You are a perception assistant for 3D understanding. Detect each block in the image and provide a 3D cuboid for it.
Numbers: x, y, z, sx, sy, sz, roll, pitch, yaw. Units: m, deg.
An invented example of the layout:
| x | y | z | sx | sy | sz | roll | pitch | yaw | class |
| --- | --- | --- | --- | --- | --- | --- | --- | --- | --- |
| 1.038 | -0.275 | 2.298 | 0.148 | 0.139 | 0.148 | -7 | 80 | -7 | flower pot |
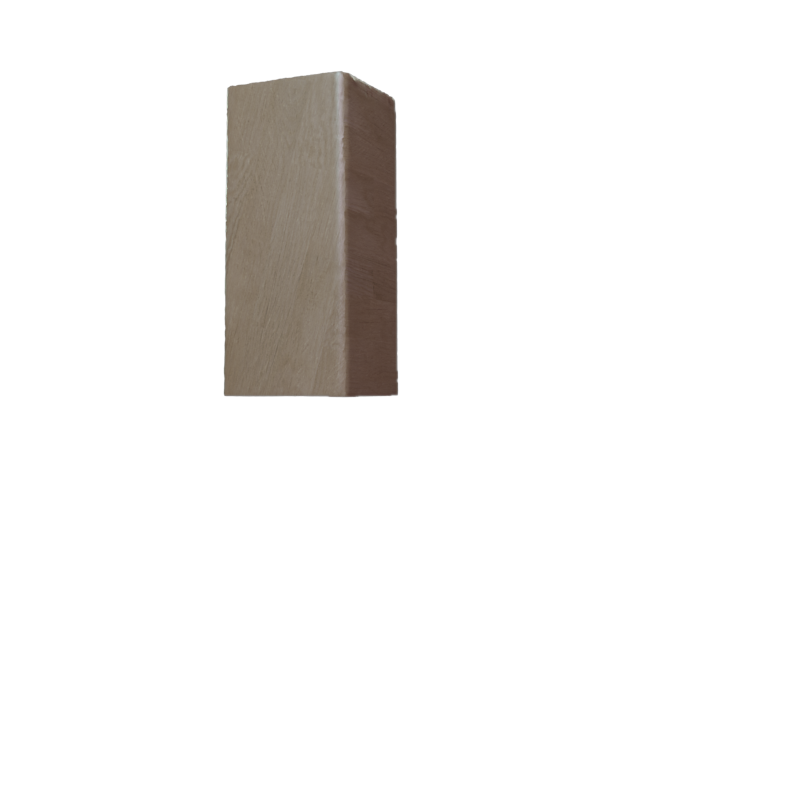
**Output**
| x | y | z | sx | sy | sz | roll | pitch | yaw | class |
| --- | --- | --- | --- | --- | --- | --- | --- | --- | --- |
| -0.058 | -0.107 | 0.747 | 0.093 | 0.210 | 0.087 | -3 | -6 | 25 | block |
